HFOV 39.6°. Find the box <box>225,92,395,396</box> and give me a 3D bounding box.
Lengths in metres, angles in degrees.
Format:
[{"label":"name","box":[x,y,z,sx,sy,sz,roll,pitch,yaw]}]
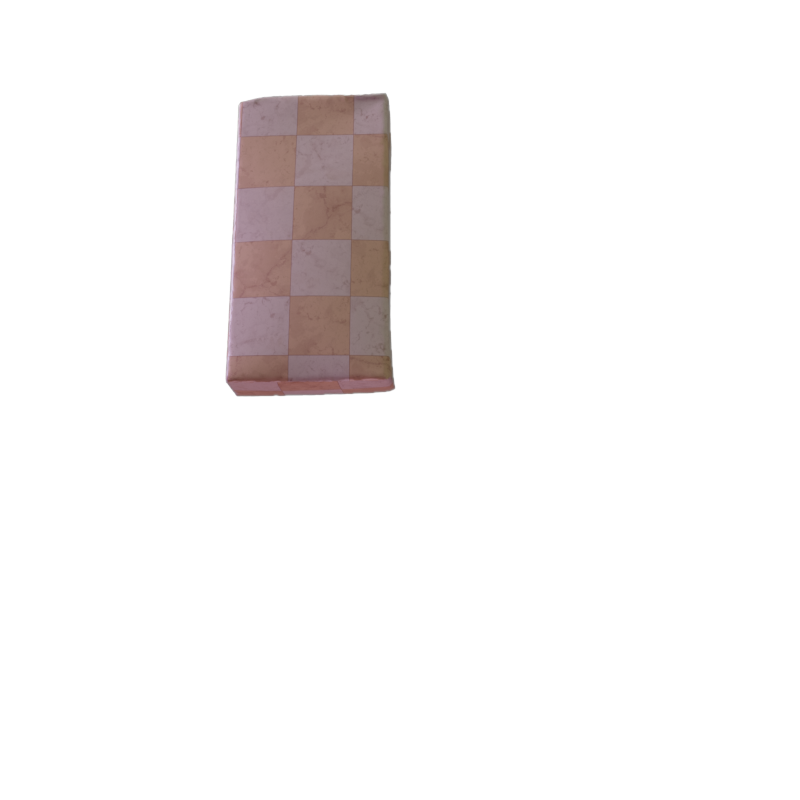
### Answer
[{"label":"box","box":[-0.051,-0.093,0.648,0.094,0.184,0.046,-2,-17,5]}]
